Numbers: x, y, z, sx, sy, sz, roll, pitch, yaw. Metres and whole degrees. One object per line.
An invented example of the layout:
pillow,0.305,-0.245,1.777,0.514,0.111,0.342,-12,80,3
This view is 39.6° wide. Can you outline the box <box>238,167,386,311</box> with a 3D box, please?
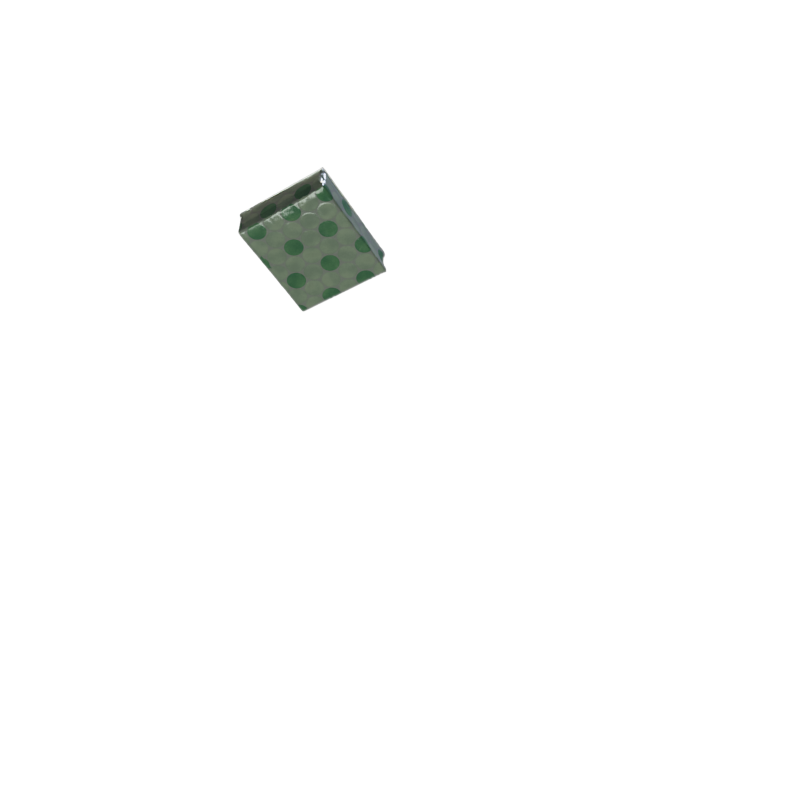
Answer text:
box,-0.063,-0.115,0.807,0.073,0.083,0.032,-27,33,18
